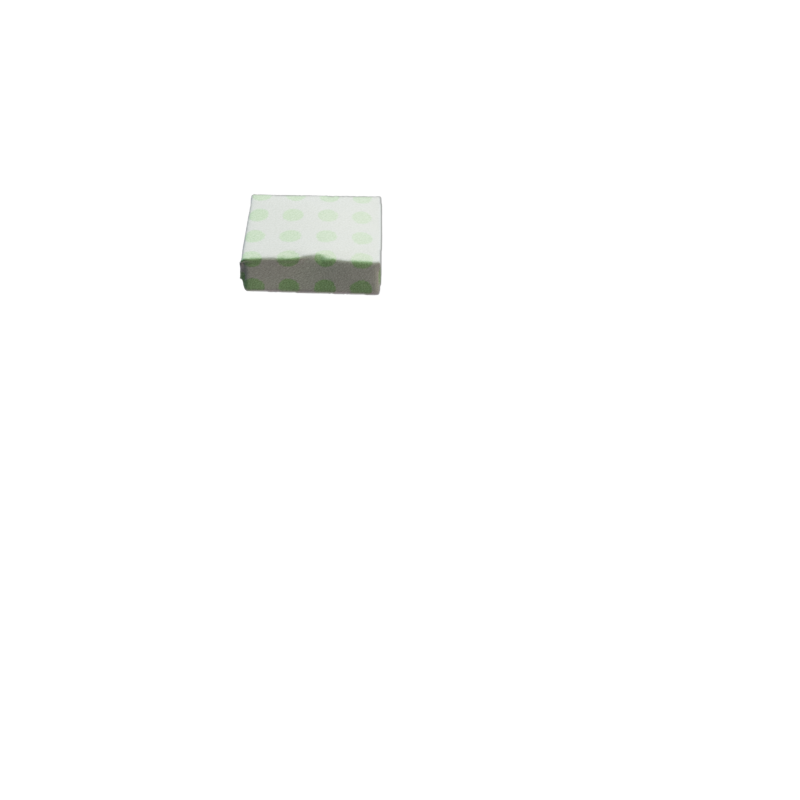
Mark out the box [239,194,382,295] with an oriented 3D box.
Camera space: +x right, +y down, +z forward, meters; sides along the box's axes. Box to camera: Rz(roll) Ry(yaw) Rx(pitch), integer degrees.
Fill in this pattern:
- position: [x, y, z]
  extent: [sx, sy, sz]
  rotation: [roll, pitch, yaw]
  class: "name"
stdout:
- position: [-0.057, -0.103, 0.720]
  extent: [0.089, 0.028, 0.078]
  rotation: [1, 41, 1]
  class: "box"
